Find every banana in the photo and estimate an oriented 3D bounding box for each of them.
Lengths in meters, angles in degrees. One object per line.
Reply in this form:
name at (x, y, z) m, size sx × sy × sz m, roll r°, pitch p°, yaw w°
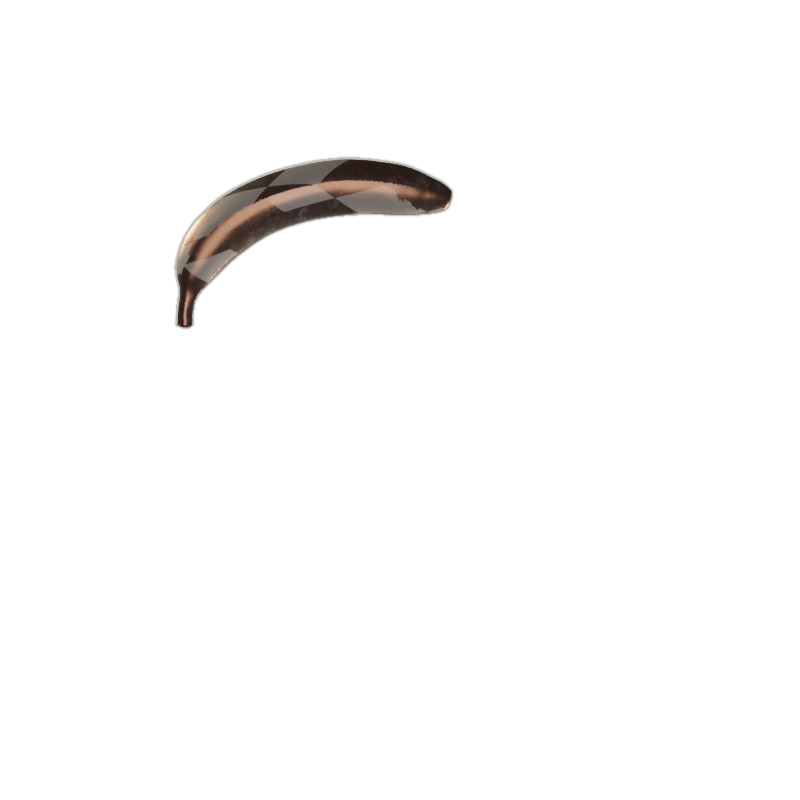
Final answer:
banana at (-0.068, -0.117, 0.719) m, size 0.198 × 0.067 × 0.038 m, roll -24°, pitch 13°, yaw 5°
